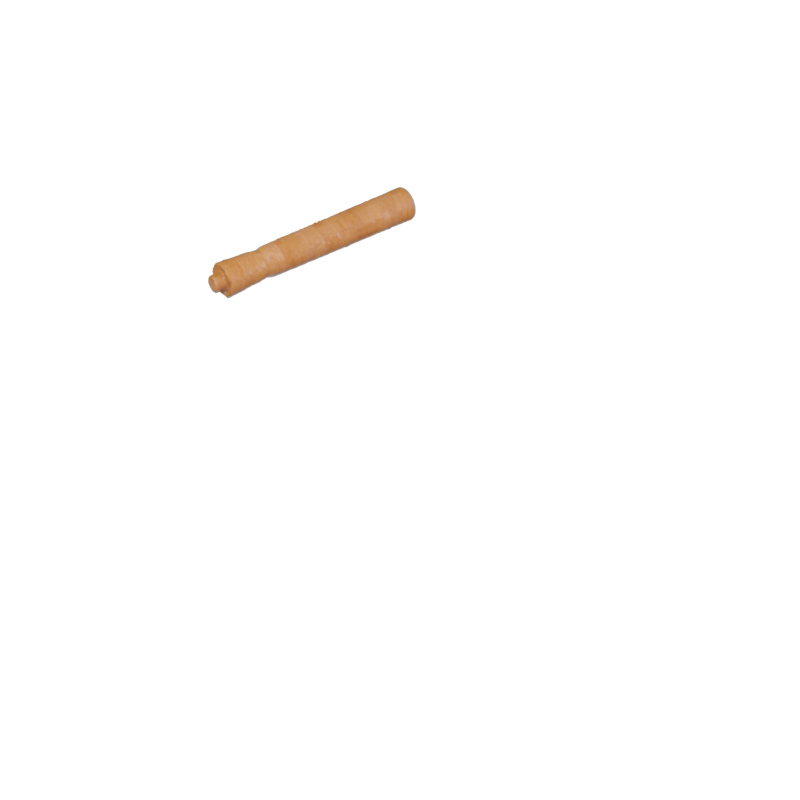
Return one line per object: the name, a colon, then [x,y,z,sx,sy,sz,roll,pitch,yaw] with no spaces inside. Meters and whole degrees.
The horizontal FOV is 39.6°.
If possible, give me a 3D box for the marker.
marker: [-0.045,-0.082,0.573,0.120,0.019,0.020,-27,17,-26]
